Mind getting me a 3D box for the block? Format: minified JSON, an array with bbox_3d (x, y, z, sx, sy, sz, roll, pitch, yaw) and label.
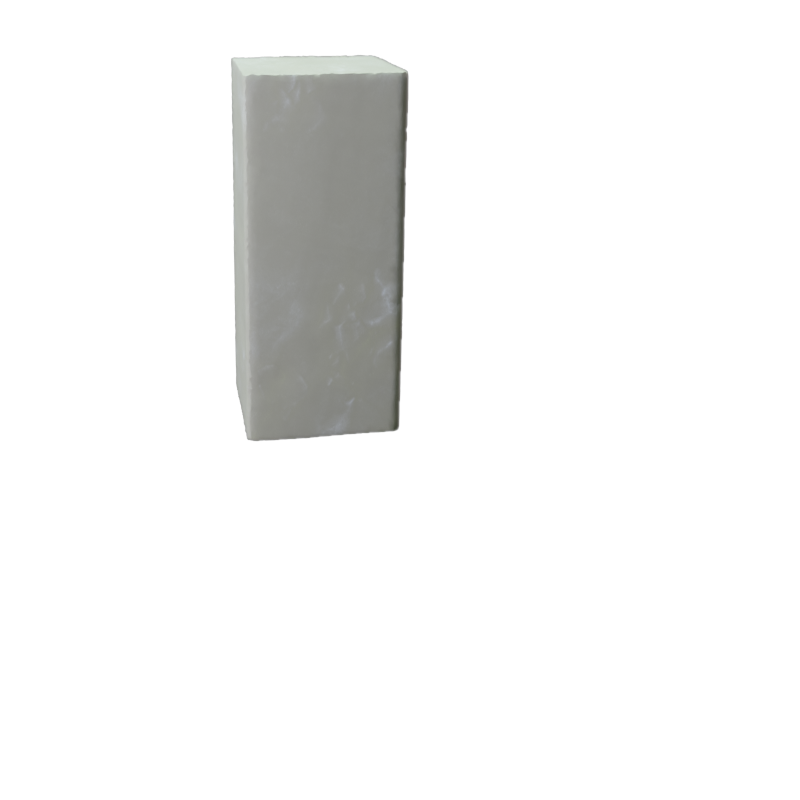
[{"bbox_3d":[-0.050,-0.092,0.644,0.089,0.199,0.095,-2,17,-11],"label":"block"}]
